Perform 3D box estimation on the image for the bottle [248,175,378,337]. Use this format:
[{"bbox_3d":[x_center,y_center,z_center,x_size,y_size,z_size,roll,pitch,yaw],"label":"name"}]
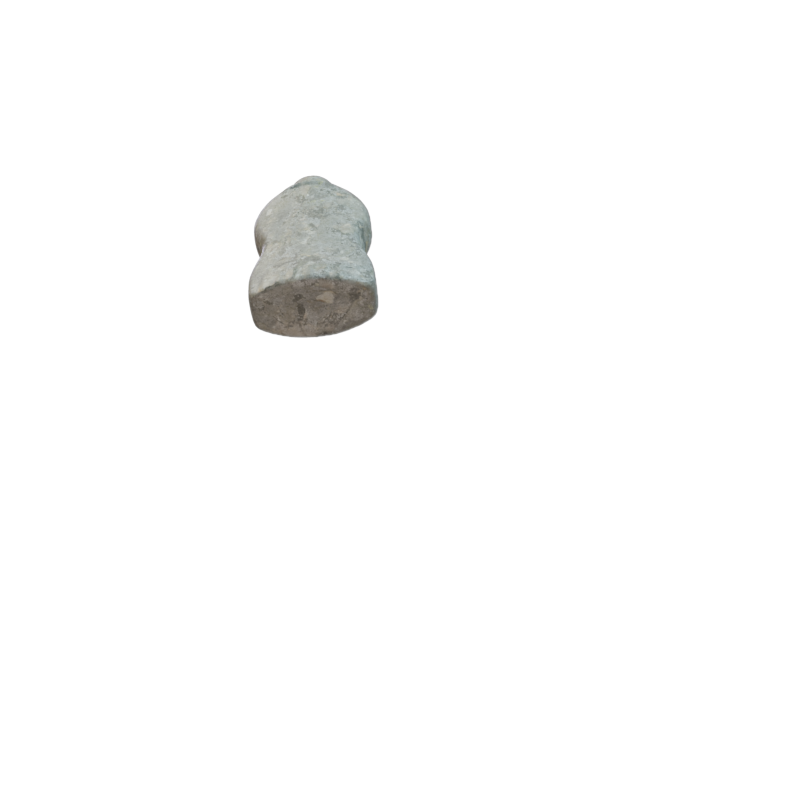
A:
[{"bbox_3d":[-0.070,-0.128,0.897,0.096,0.054,0.205,-8,37,2],"label":"bottle"}]
